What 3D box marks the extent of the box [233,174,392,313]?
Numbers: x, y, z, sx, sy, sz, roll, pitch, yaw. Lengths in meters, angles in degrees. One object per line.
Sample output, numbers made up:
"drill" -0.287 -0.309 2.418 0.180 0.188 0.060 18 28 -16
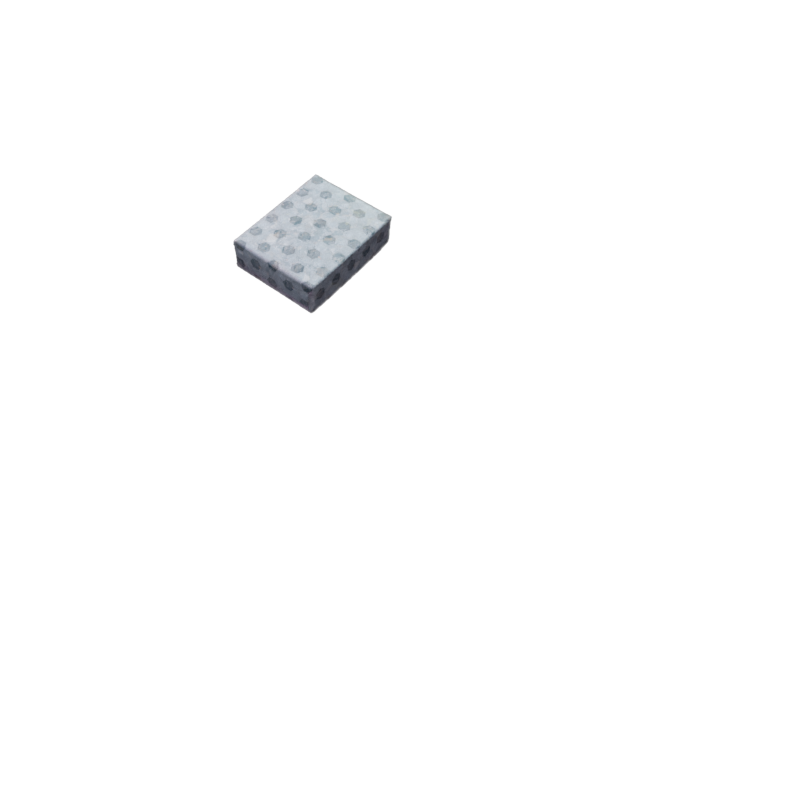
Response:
"box" -0.076 -0.139 0.974 0.095 0.036 0.115 31 56 24
